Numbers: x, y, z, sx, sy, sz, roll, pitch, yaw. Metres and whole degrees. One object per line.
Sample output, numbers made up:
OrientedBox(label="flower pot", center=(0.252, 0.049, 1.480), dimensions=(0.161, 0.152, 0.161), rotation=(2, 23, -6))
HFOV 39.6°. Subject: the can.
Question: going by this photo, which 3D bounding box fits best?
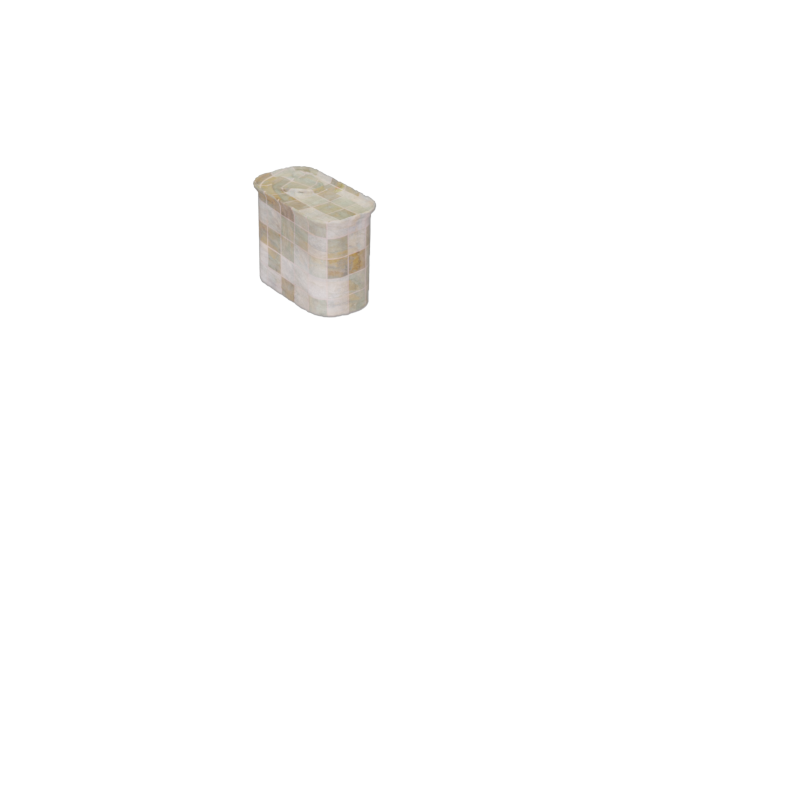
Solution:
OrientedBox(label="can", center=(-0.066, -0.120, 0.843), dimensions=(0.057, 0.079, 0.109), rotation=(-21, 38, -33))
